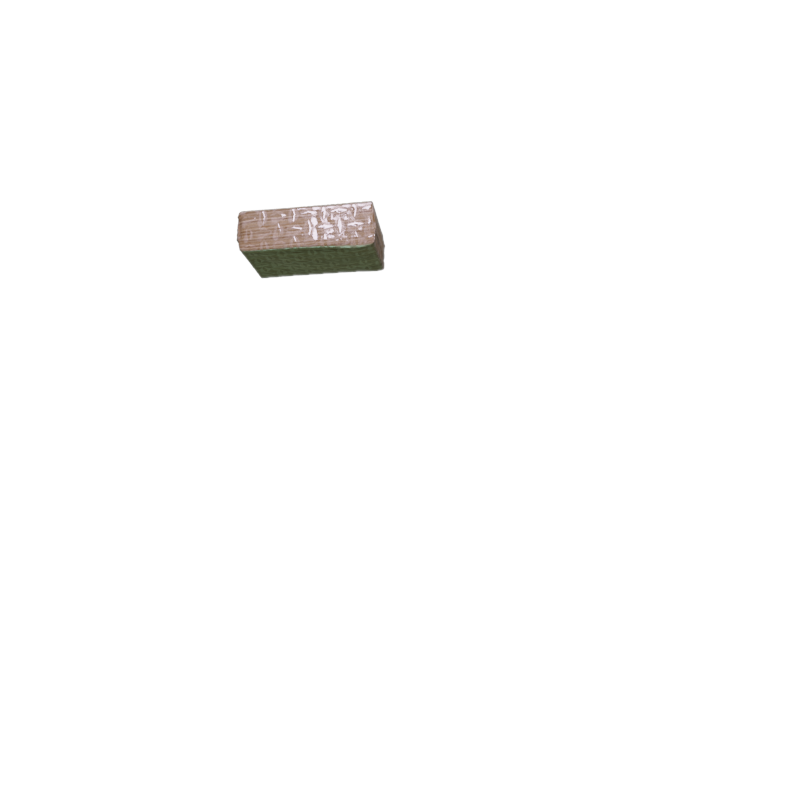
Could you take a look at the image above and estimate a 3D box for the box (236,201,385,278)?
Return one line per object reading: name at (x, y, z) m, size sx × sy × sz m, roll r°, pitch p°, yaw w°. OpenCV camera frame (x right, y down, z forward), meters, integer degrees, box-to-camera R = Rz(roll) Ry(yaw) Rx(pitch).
box at (-0.073, -0.133, 0.929) m, size 0.114 × 0.040 × 0.086 m, roll -1°, pitch -9°, yaw 7°
